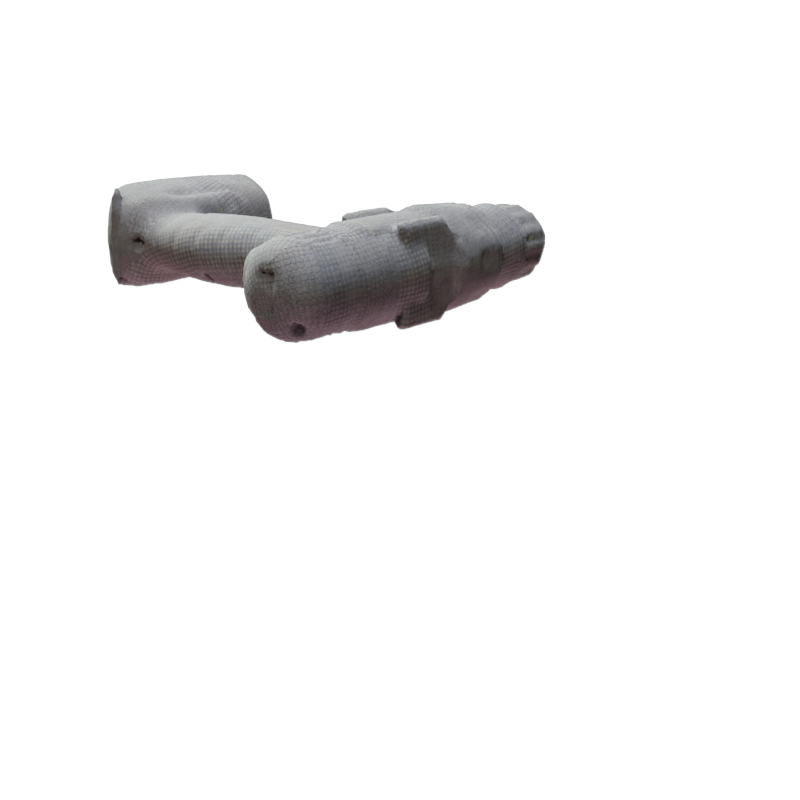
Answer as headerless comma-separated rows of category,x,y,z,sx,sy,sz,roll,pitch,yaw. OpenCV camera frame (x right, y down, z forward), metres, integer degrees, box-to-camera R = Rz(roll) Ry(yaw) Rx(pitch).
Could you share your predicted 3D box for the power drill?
power drill,-0.044,-0.081,0.565,0.198,0.056,0.180,14,21,42
